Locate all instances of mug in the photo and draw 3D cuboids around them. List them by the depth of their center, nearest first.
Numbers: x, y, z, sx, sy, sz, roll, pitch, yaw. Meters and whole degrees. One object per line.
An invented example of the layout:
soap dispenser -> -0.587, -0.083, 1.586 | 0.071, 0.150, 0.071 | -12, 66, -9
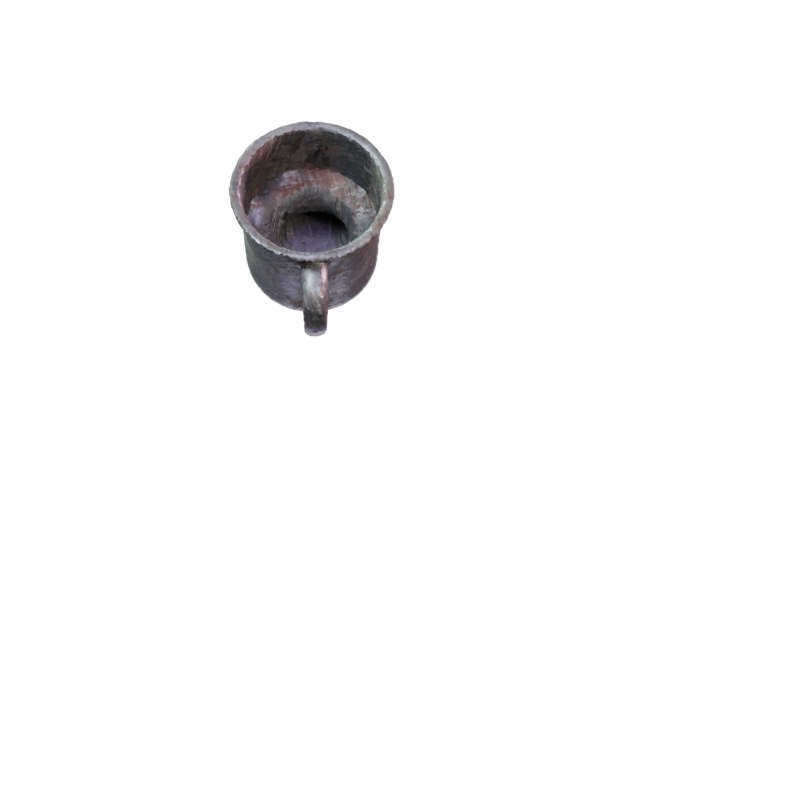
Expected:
mug -> -0.051, -0.093, 0.652 | 0.093, 0.125, 0.077 | -5, -27, -4
